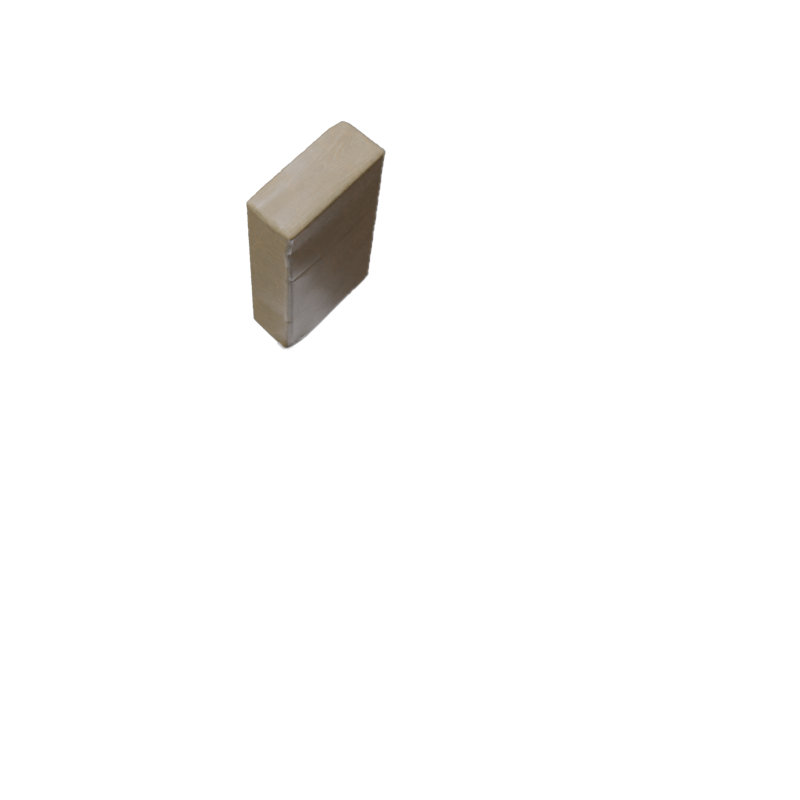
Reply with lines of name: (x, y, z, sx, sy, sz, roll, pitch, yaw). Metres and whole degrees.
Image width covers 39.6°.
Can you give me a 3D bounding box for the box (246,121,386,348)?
box: (-0.061, -0.111, 0.772, 0.050, 0.095, 0.167, 39, -21, 13)
